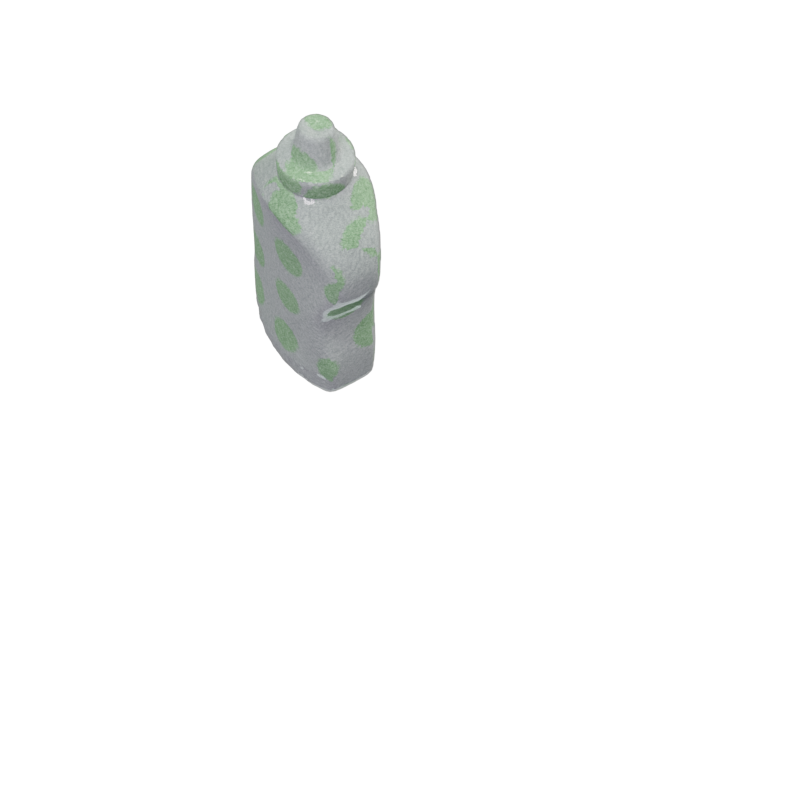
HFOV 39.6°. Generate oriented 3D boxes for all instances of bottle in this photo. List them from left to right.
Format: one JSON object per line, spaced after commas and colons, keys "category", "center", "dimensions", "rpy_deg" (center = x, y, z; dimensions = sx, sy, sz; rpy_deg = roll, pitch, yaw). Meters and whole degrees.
{"category": "bottle", "center": [-0.048, -0.089, 0.622], "dimensions": [0.058, 0.103, 0.180], "rpy_deg": [-24, -27, -17]}
